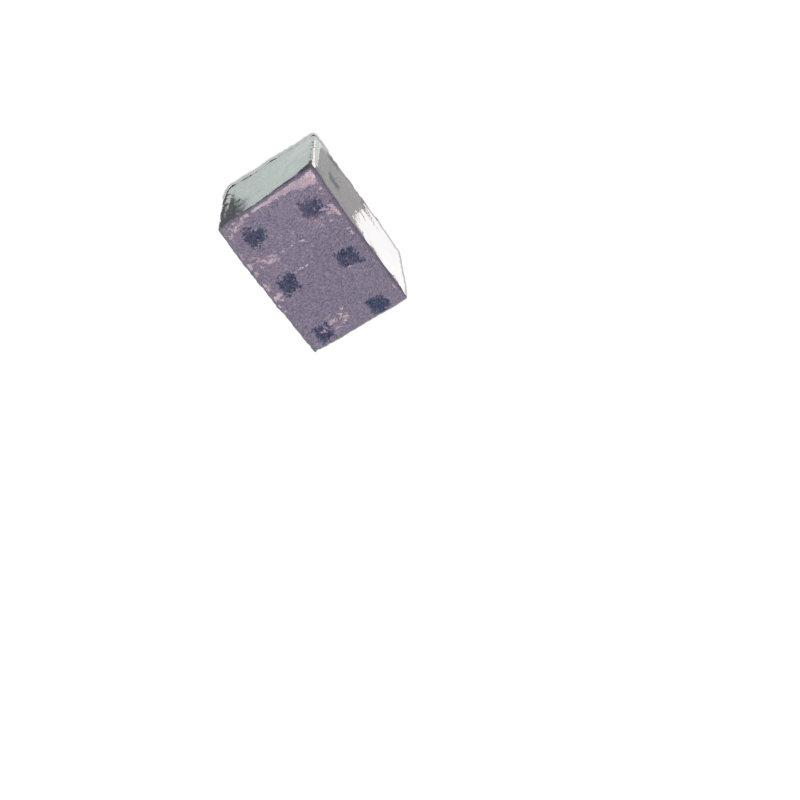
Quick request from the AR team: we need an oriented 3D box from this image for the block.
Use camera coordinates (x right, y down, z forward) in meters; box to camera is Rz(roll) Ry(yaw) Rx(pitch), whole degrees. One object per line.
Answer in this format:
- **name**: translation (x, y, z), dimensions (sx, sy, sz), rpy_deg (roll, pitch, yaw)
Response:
- **block**: translation (-0.040, -0.073, 0.511), dimensions (0.053, 0.074, 0.054), rpy_deg (-31, 24, 14)
